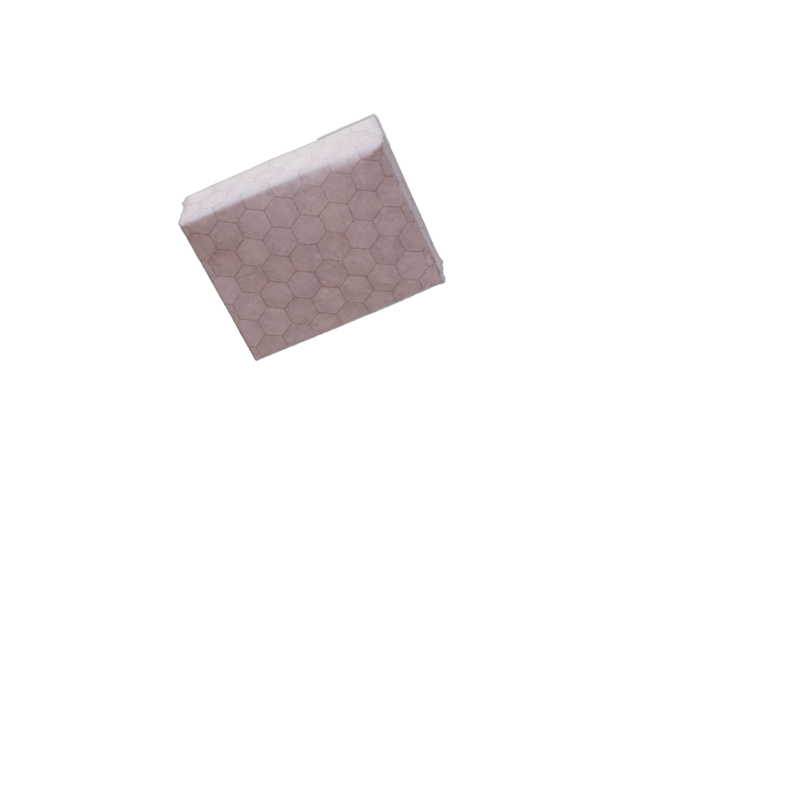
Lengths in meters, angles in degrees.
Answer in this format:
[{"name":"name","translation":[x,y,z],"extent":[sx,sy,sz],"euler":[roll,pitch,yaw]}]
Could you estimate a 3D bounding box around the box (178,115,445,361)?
[{"name":"box","translation":[-0.045,-0.082,0.574],"extent":[0.114,0.084,0.041],"euler":[-21,27,10]}]
